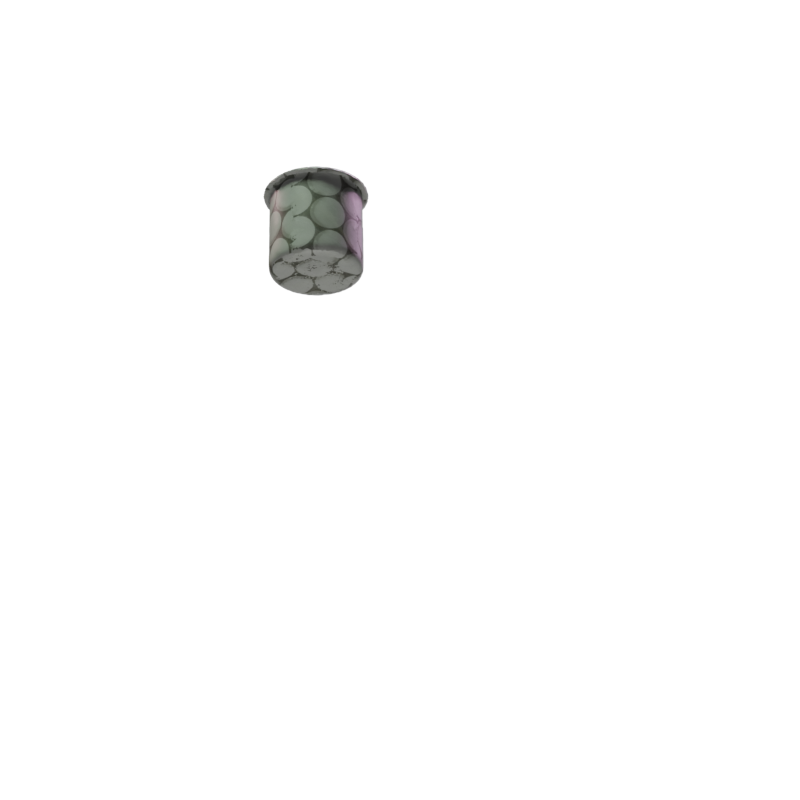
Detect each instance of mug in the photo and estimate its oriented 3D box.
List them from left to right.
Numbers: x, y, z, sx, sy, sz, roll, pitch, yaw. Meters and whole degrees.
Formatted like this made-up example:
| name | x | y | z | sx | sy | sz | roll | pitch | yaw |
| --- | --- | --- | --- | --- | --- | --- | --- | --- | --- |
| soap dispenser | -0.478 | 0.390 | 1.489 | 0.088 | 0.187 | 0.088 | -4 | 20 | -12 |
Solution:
| name | x | y | z | sx | sy | sz | roll | pitch | yaw |
| --- | --- | --- | --- | --- | --- | --- | --- | --- | --- |
| mug | -0.076 | -0.140 | 0.977 | 0.091 | 0.087 | 0.112 | 6 | -28 | -13 |
